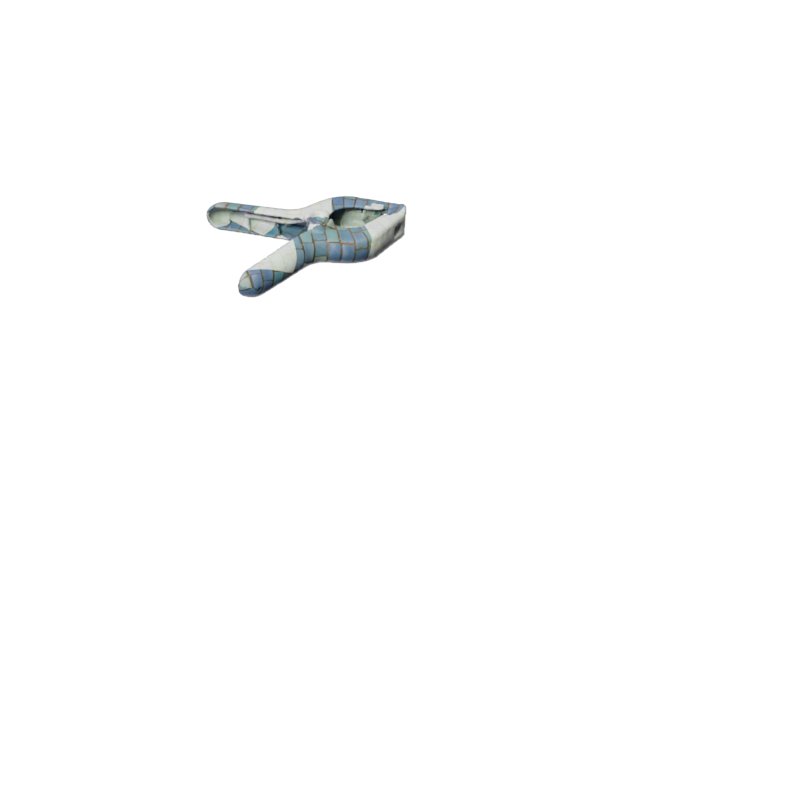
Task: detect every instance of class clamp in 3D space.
[{"bbox_3d":[-0.073,-0.134,0.935,0.170,0.130,0.036,-8,-44,-8],"label":"clamp"}]
